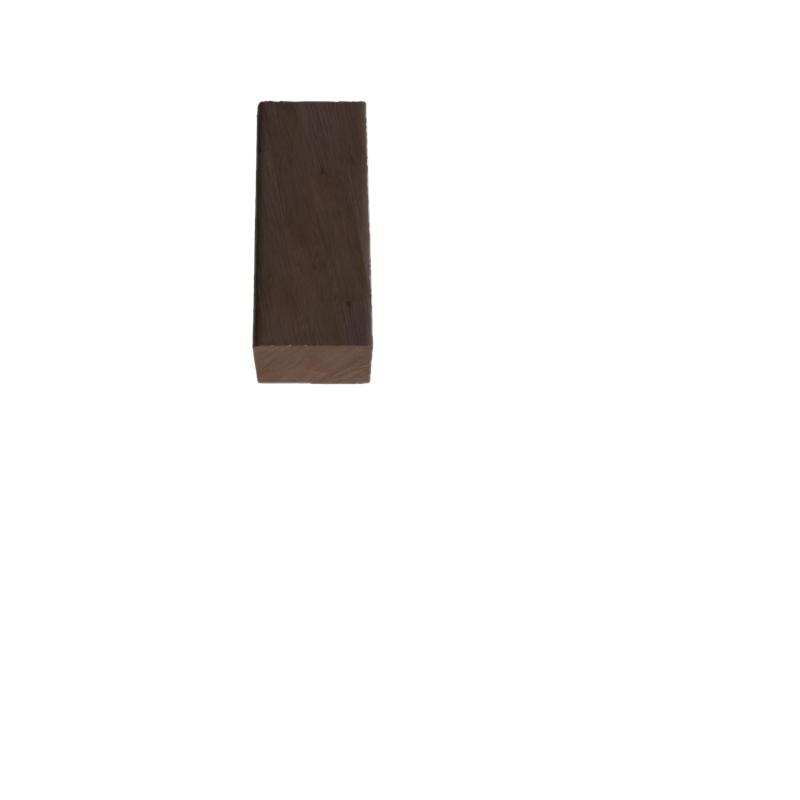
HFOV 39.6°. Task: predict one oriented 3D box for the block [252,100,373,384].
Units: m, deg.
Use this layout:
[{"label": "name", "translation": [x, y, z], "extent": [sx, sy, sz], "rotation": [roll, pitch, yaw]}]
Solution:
[{"label": "block", "translation": [-0.069, -0.125, 0.874], "extent": [0.090, 0.217, 0.086], "rotation": [-1, -23, -2]}]
